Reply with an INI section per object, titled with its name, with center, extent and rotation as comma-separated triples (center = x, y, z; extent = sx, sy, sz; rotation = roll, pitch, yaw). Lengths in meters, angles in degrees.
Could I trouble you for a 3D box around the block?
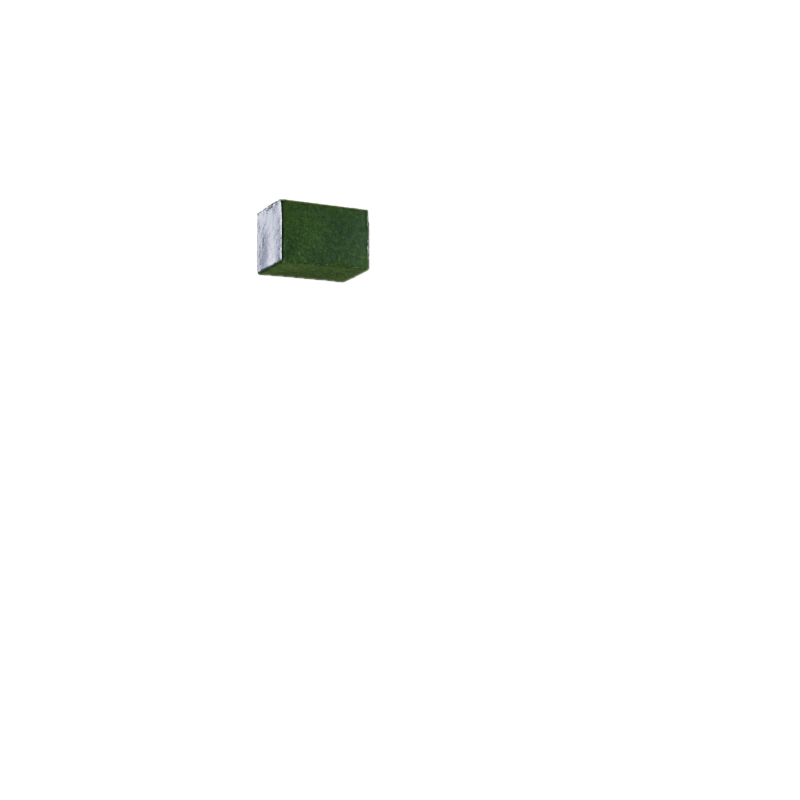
[block]
center = -0.069, -0.126, 0.883
extent = 0.075, 0.053, 0.053
rotation = 4, -11, -26
